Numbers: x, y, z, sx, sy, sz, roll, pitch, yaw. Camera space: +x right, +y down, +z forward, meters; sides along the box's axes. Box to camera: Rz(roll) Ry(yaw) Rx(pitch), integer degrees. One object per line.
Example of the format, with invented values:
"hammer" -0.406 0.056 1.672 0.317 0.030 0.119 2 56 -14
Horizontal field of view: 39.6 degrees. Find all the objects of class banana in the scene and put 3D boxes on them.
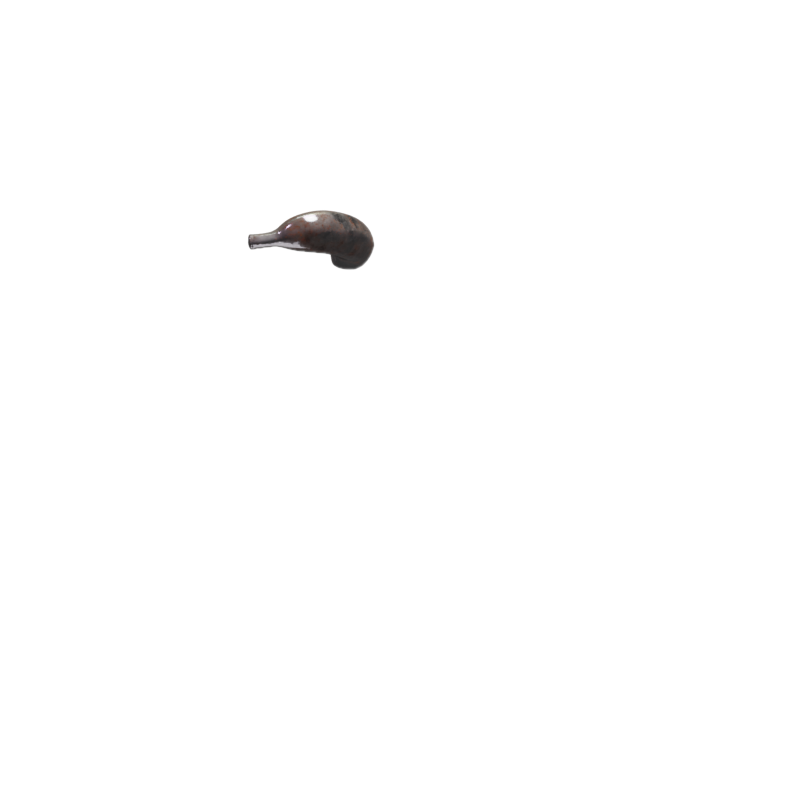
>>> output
"banana" -0.059 -0.137 0.951 0.071 0.037 0.191 -1 0 20
